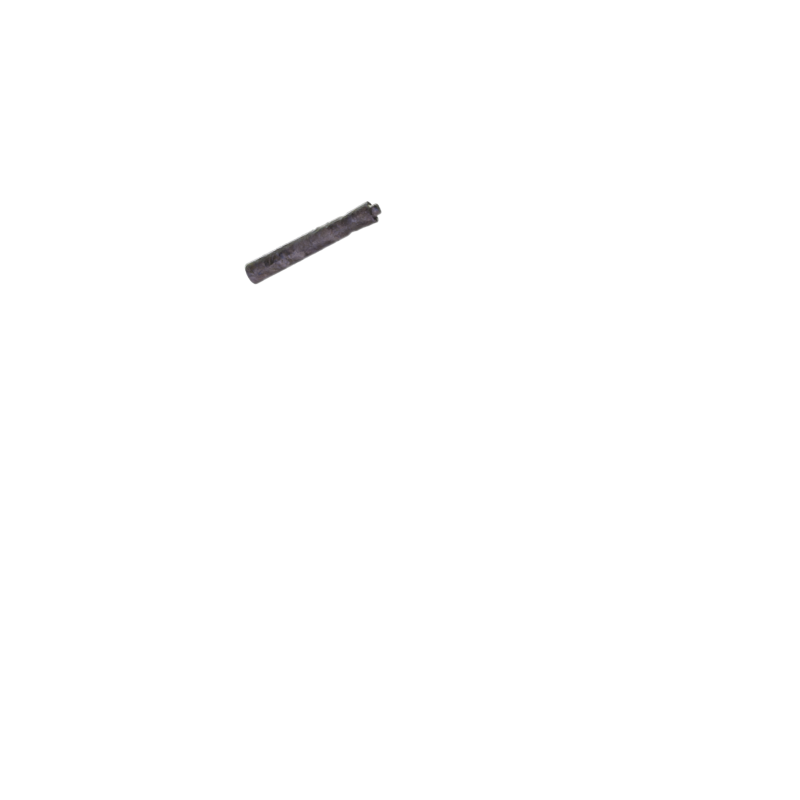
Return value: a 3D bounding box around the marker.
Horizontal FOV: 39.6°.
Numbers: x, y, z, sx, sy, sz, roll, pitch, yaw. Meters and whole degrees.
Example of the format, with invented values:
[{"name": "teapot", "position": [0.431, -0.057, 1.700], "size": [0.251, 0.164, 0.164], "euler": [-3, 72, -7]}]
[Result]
[{"name": "marker", "position": [-0.069, -0.126, 0.884], "size": [0.121, 0.020, 0.019], "euler": [-25, -4, 18]}]
